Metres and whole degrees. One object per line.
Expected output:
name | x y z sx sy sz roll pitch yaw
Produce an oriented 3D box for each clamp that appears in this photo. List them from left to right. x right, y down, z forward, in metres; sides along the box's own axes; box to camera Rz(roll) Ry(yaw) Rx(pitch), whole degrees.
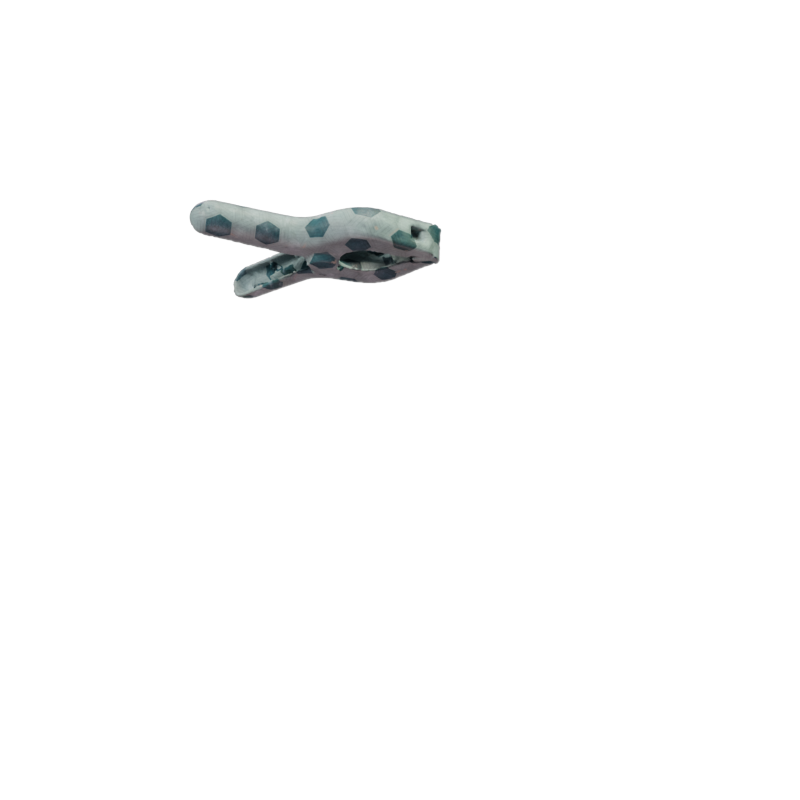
clamp | -0.061 -0.111 0.780 0.174 0.041 0.112 -6 -18 19
